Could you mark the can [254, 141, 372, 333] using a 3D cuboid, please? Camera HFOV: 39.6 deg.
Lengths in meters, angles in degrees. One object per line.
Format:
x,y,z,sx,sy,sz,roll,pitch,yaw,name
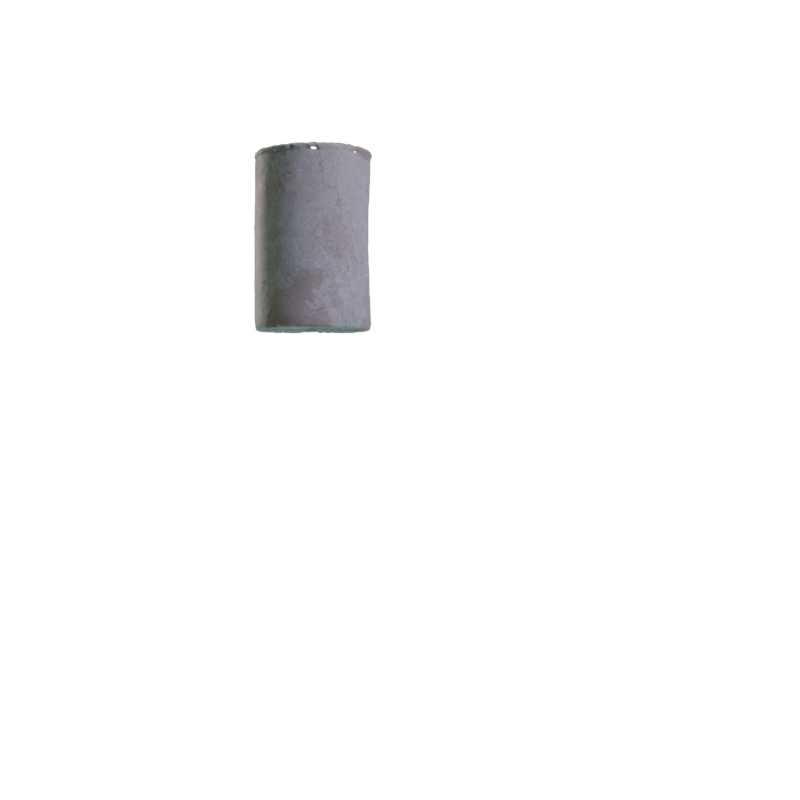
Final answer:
-0.050,-0.091,0.635,0.068,0.104,0.068,0,-5,-2,can
